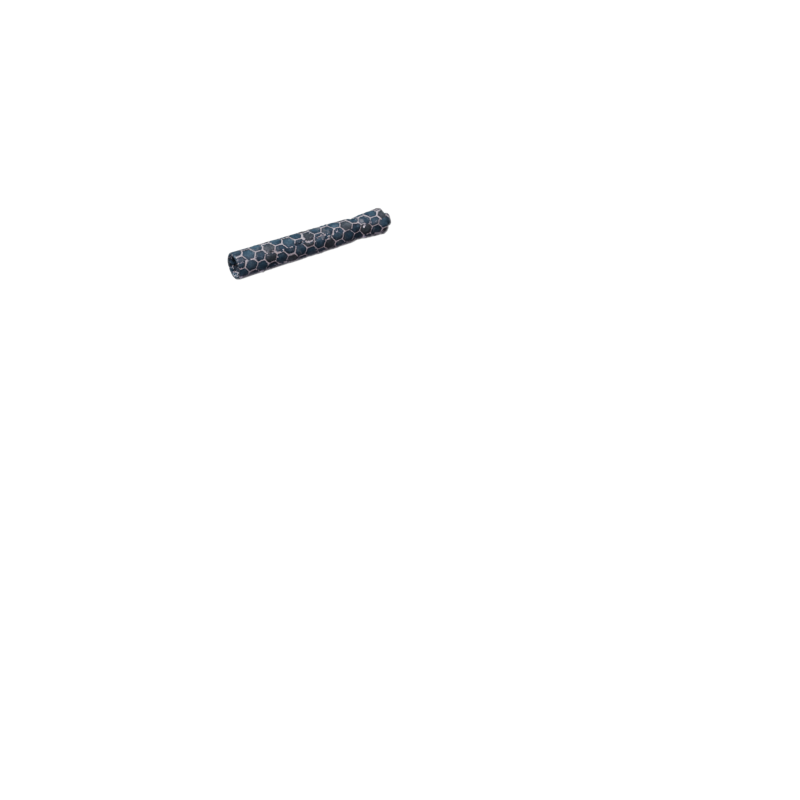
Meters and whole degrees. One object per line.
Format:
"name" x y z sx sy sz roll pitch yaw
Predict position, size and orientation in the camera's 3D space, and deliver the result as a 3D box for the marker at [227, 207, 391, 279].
"marker" -0.059 -0.107 0.748 0.120 0.019 0.020 -21 14 -26
